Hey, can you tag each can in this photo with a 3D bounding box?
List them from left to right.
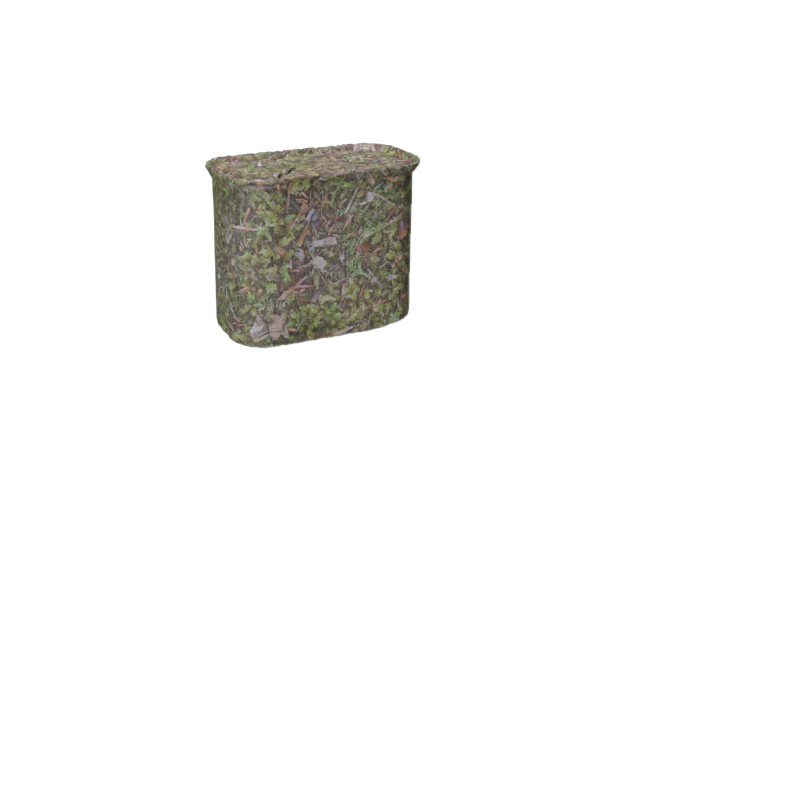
[{"bbox_3d":[-0.043,-0.078,0.549,0.100,0.080,0.061,-10,22,-25],"label":"can"}]
